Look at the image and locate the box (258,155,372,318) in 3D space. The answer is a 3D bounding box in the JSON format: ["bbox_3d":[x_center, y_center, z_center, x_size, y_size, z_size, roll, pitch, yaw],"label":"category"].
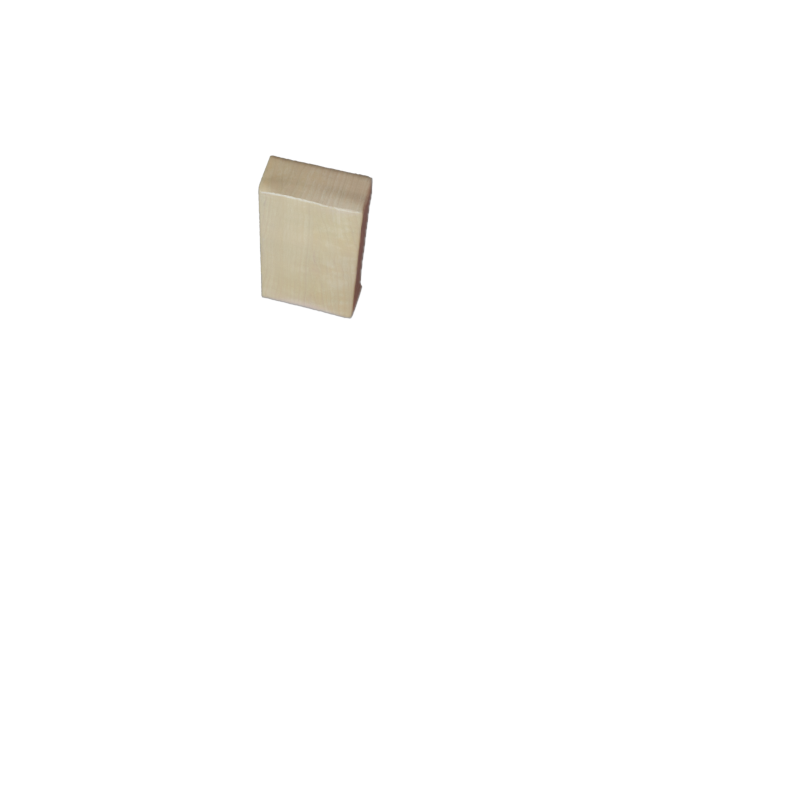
[{"bbox_3d":[-0.078,-0.142,0.994,0.094,0.050,0.166,14,-26,4],"label":"box"}]
